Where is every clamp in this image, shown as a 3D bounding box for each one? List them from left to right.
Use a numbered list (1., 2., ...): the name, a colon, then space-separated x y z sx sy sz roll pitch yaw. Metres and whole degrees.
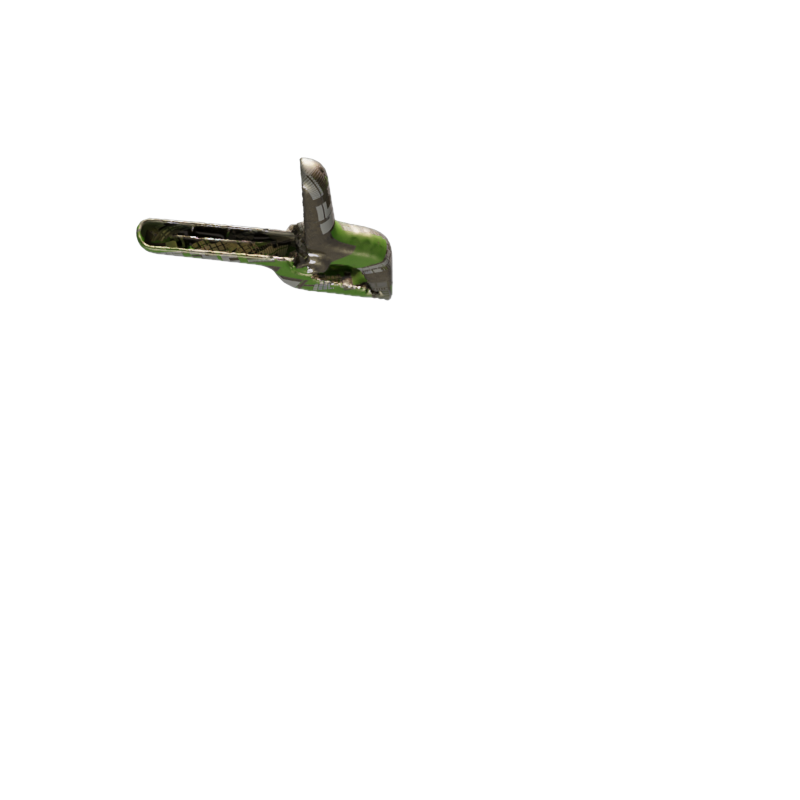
1. clamp: -0.064 -0.116 0.815 0.167 0.038 0.198 -15 -22 41
